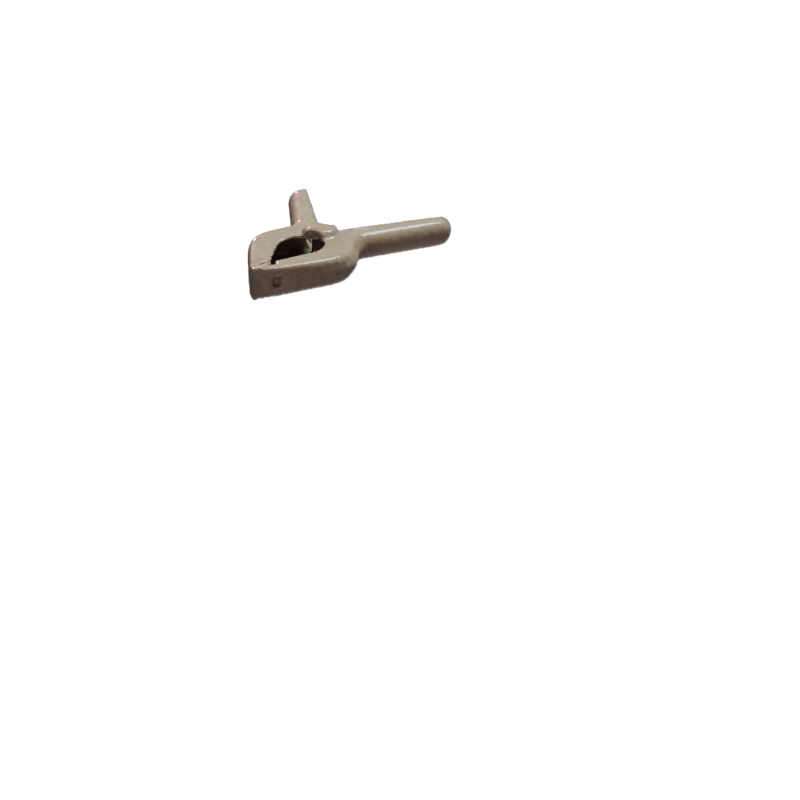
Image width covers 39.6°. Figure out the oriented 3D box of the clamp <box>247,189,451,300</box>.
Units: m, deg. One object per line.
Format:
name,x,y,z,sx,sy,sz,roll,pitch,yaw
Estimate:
clamp,-0.076,-0.138,0.967,0.173,0.034,0.210,18,32,30
